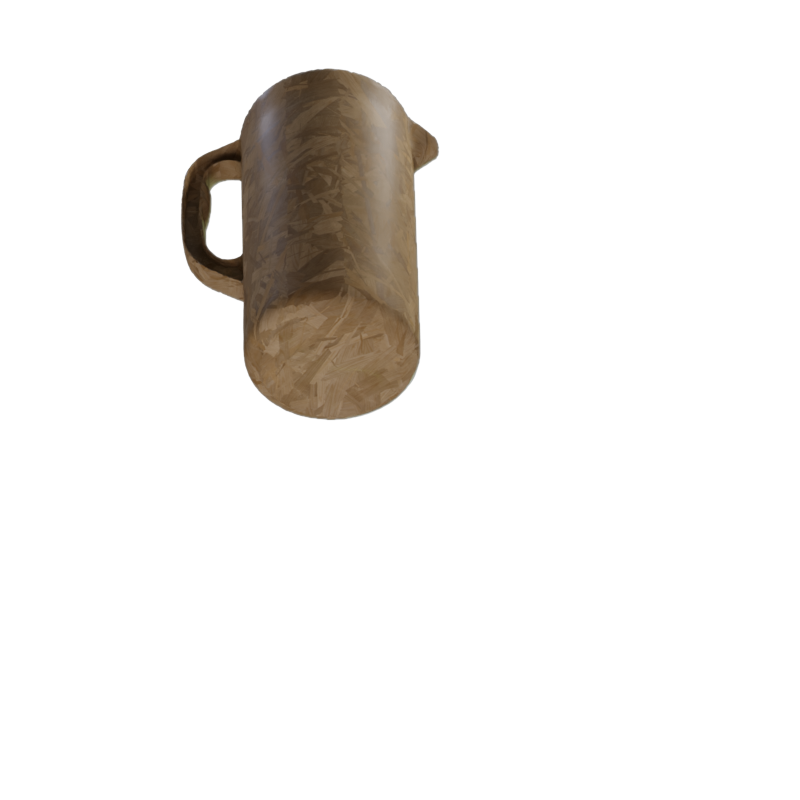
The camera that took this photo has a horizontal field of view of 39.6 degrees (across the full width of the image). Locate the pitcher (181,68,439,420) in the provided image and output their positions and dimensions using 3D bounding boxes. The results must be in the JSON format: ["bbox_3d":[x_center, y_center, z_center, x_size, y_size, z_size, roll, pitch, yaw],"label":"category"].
[{"bbox_3d":[-0.059,-0.108,0.758,0.137,0.261,0.147,32,-56,-29],"label":"pitcher"}]
